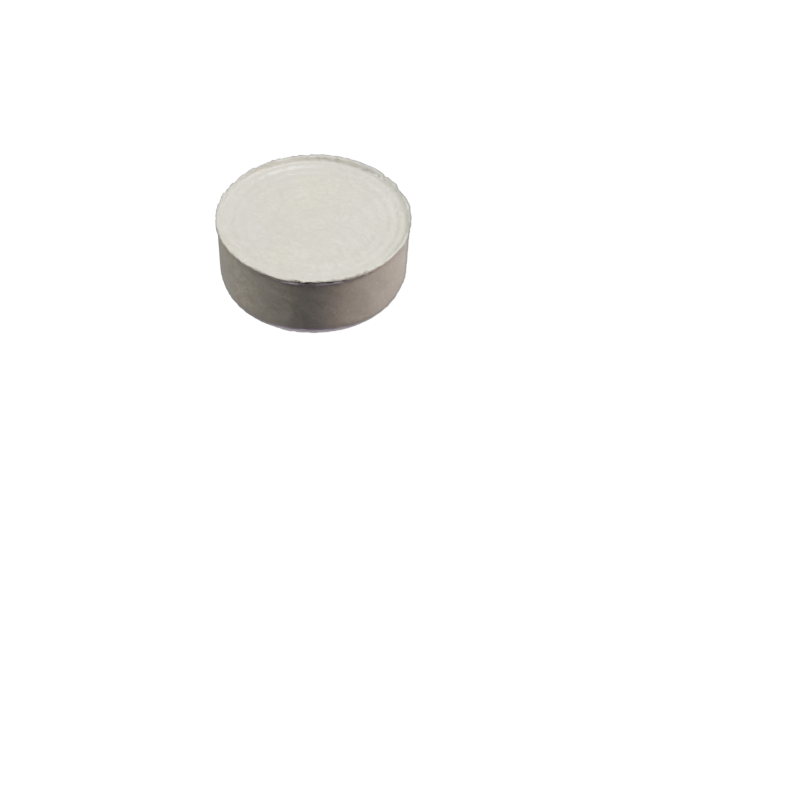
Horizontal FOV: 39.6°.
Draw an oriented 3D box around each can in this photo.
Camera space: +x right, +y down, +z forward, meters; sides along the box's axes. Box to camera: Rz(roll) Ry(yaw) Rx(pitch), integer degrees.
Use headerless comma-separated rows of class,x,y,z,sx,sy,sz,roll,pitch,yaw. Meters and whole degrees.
can,-0.039,-0.071,0.494,0.086,0.092,0.031,-1,-44,-1
